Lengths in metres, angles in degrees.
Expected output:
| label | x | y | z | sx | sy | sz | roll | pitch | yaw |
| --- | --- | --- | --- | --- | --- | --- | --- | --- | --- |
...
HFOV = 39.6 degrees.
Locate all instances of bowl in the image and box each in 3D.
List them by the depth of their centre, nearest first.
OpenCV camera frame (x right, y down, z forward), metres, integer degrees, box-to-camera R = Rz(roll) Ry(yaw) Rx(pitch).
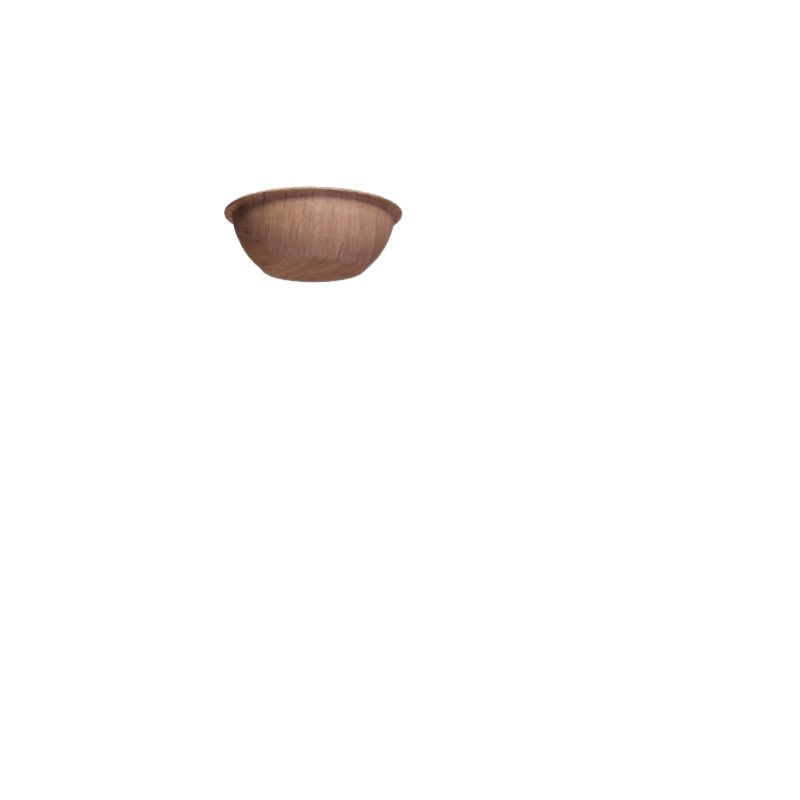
| label | x | y | z | sx | sy | sz | roll | pitch | yaw |
| --- | --- | --- | --- | --- | --- | --- | --- | --- | --- |
| bowl | -0.078 | -0.142 | 0.995 | 0.162 | 0.057 | 0.158 | 0 | -8 | -2 |
